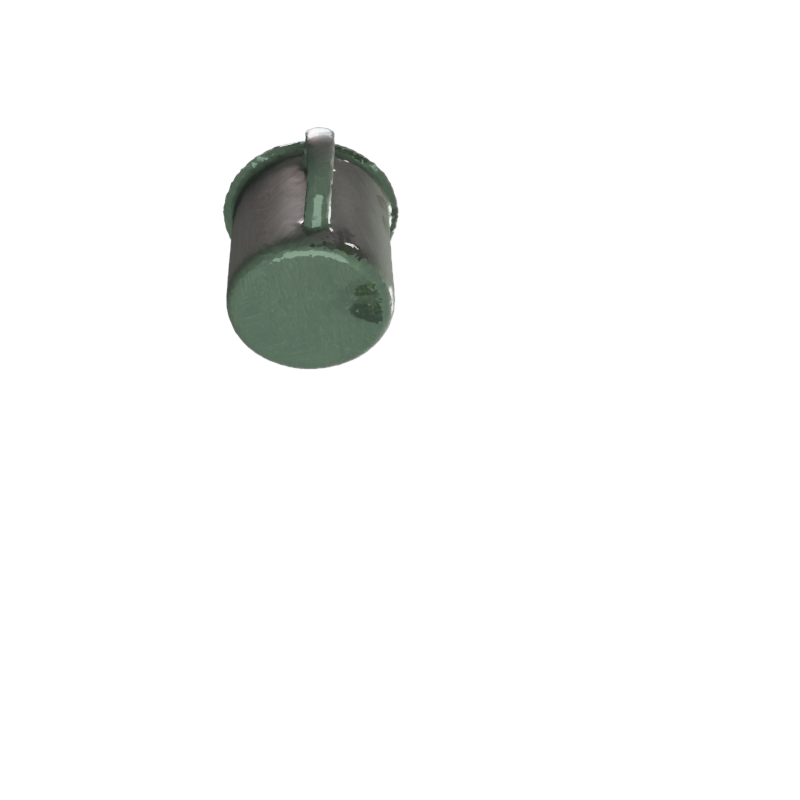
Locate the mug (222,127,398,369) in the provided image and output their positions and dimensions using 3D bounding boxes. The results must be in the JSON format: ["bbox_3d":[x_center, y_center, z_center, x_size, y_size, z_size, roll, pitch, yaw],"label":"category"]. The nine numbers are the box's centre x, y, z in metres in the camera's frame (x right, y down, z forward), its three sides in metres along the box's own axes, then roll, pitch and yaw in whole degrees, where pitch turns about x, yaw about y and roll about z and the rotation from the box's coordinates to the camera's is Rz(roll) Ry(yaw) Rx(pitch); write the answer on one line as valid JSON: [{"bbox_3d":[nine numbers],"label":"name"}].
[{"bbox_3d":[-0.043,-0.079,0.553,0.092,0.110,0.087,5,41,-7],"label":"mug"}]
